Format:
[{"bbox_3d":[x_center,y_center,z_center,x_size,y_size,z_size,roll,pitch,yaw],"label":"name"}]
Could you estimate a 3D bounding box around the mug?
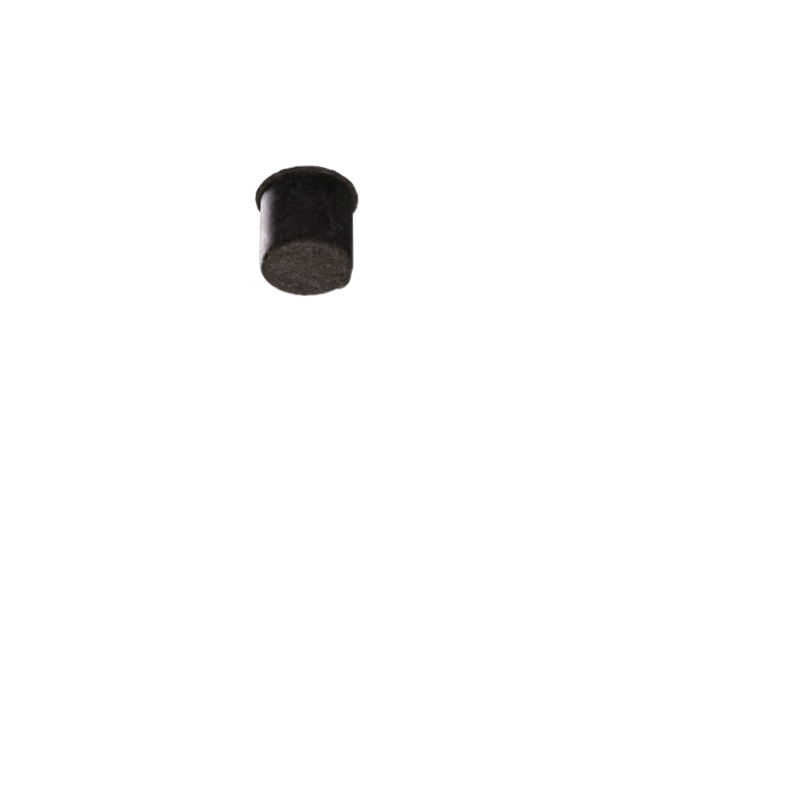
[{"bbox_3d":[-0.077,-0.140,0.981,0.094,0.087,0.108,-17,-37,22],"label":"mug"}]
